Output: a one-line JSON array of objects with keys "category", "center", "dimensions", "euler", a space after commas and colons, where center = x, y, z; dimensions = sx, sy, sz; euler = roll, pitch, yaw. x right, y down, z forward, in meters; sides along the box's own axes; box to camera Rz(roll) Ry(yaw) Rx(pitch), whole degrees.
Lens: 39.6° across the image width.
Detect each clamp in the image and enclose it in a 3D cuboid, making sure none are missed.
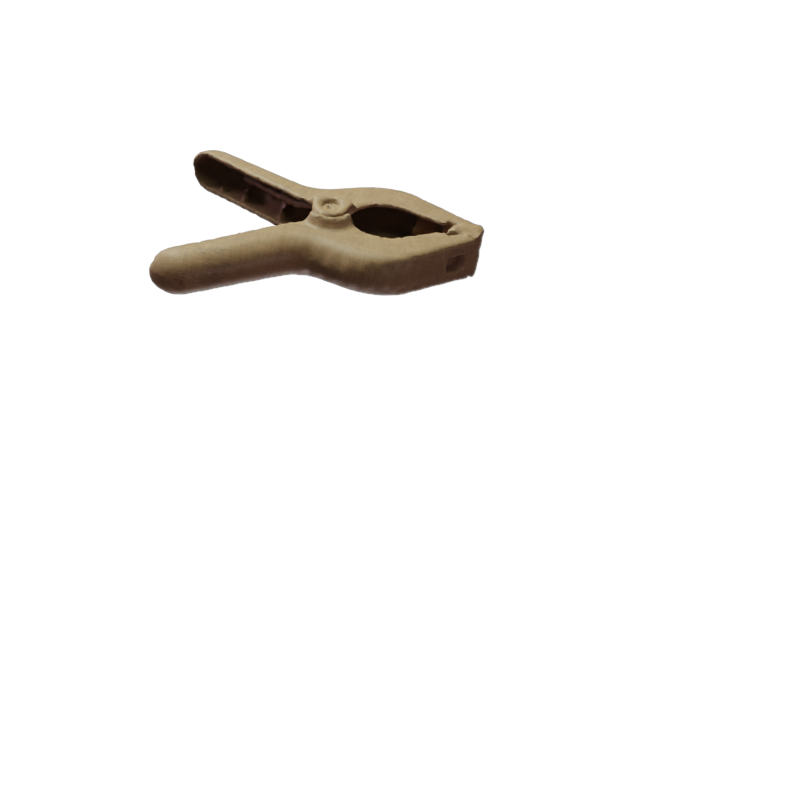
[{"category": "clamp", "center": [-0.046, -0.083, 0.583], "dimensions": [0.175, 0.036, 0.126], "euler": [10, 45, 10]}]
